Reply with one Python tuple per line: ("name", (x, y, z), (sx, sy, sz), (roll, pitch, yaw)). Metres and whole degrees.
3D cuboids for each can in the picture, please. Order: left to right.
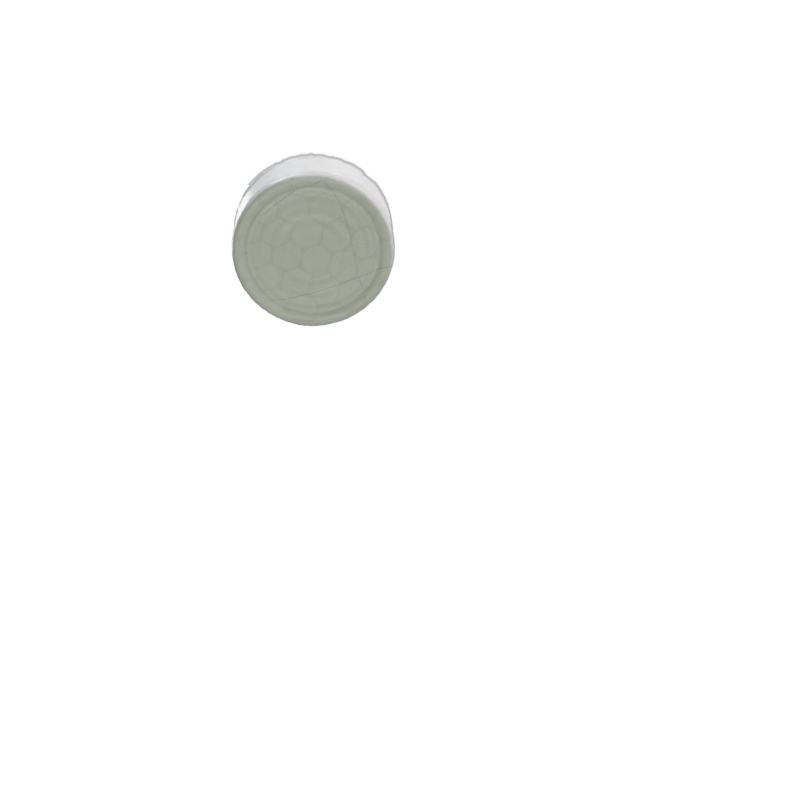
("can", (-0.046, -0.083, 0.582), (0.086, 0.082, 0.035), (0, 21, -1))
